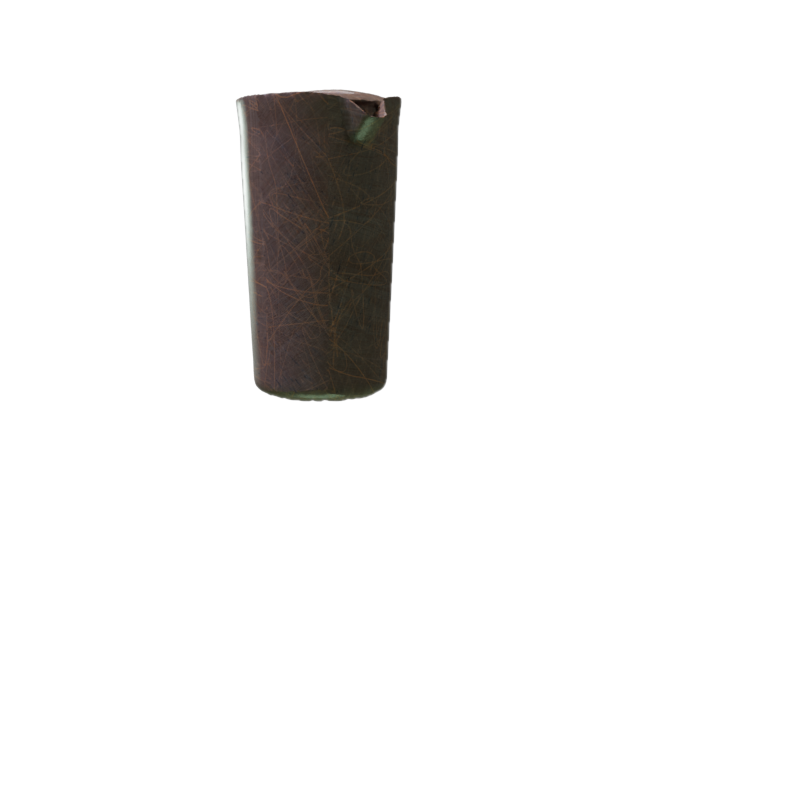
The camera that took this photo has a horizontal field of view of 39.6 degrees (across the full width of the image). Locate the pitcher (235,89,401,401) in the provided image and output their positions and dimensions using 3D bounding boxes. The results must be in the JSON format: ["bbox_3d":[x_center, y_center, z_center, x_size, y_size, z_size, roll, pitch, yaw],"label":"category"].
[{"bbox_3d":[-0.071,-0.129,0.903,0.147,0.241,0.148,1,4,10],"label":"pitcher"}]
